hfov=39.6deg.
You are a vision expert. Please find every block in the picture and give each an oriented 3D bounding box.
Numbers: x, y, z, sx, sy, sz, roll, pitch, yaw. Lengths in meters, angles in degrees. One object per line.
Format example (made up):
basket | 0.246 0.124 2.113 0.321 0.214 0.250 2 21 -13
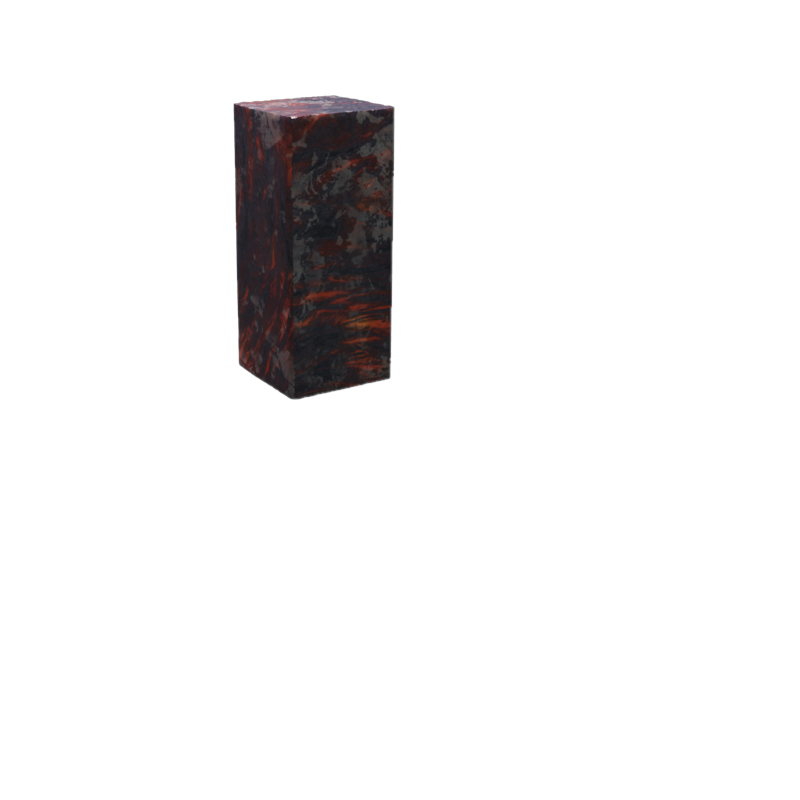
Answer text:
block | -0.065 -0.118 0.829 0.088 0.199 0.096 -9 19 -31
